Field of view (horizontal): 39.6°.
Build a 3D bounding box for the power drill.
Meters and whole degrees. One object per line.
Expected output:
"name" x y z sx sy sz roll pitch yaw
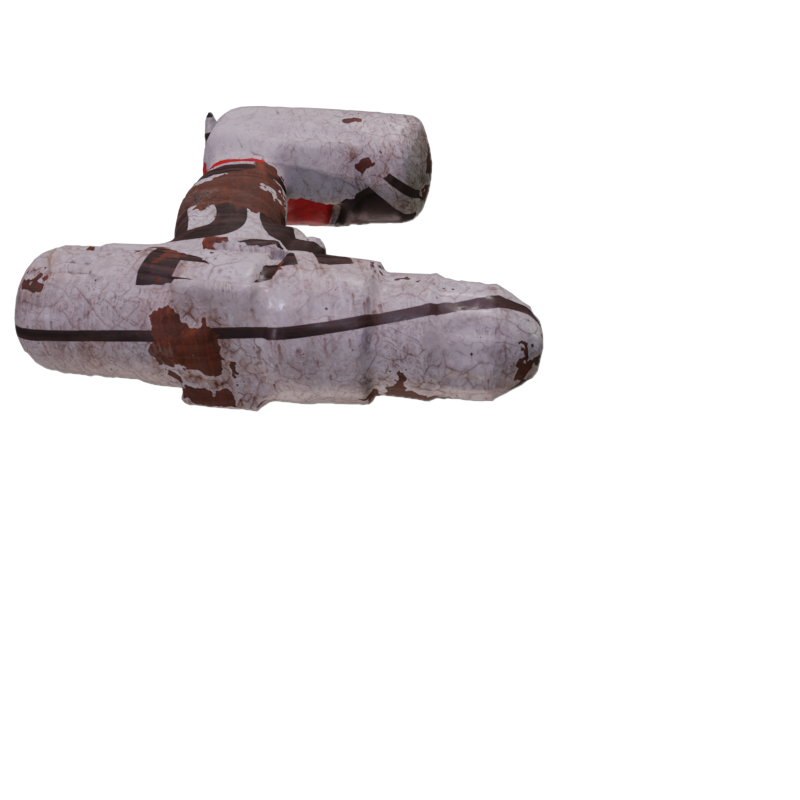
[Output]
"power drill" -0.035 -0.063 0.444 0.187 0.054 0.196 5 30 9
